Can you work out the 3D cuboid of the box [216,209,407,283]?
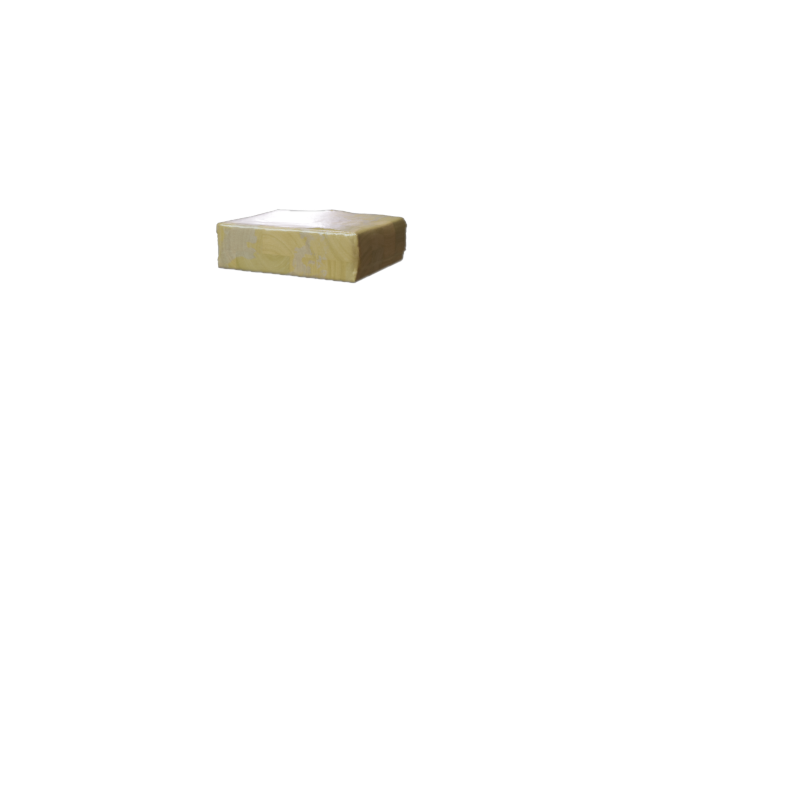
[{"bbox_3d":[-0.050,-0.092,0.642,0.092,0.029,0.073,7,17,24],"label":"box"}]
